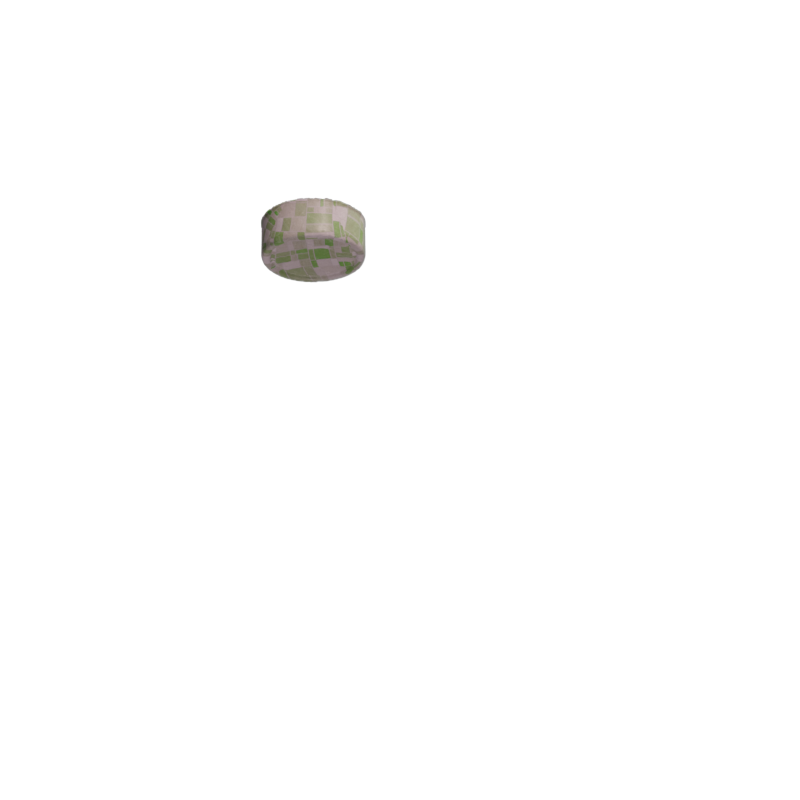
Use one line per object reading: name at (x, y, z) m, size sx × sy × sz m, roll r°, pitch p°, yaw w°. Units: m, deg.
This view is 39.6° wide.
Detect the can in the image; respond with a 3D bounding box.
can at (-0.070, -0.128, 0.897) m, size 0.086 × 0.035 × 0.081 m, roll 1°, pitch -23°, yaw -2°
